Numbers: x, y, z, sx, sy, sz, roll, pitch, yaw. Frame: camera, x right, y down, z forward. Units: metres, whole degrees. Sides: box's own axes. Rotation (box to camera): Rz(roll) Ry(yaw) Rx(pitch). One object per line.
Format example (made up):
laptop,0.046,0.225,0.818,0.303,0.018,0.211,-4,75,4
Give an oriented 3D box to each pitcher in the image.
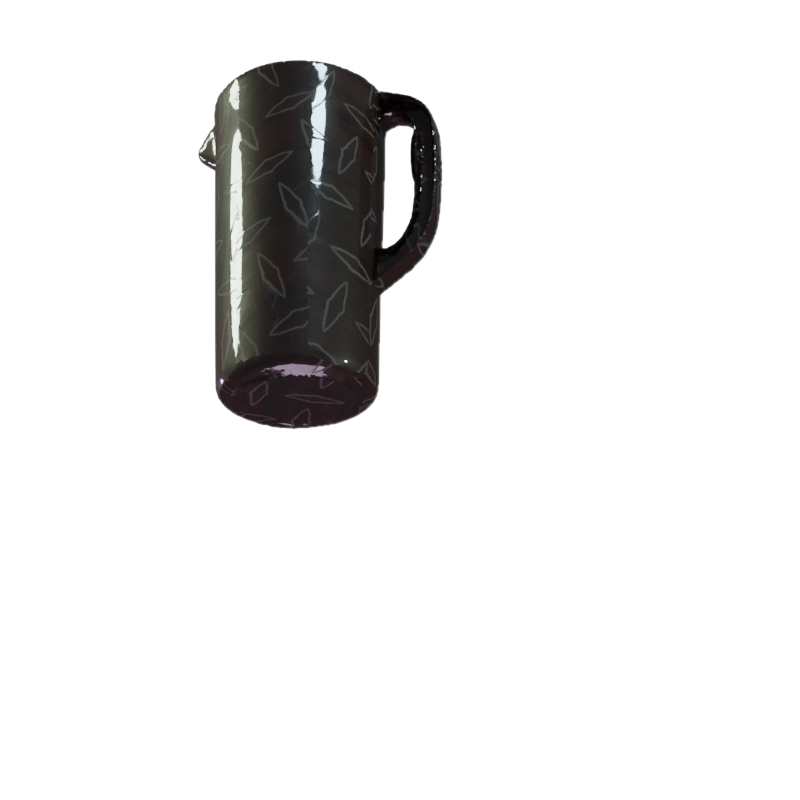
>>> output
pitcher,-0.061,-0.112,0.782,0.139,0.258,0.146,13,-32,-25
